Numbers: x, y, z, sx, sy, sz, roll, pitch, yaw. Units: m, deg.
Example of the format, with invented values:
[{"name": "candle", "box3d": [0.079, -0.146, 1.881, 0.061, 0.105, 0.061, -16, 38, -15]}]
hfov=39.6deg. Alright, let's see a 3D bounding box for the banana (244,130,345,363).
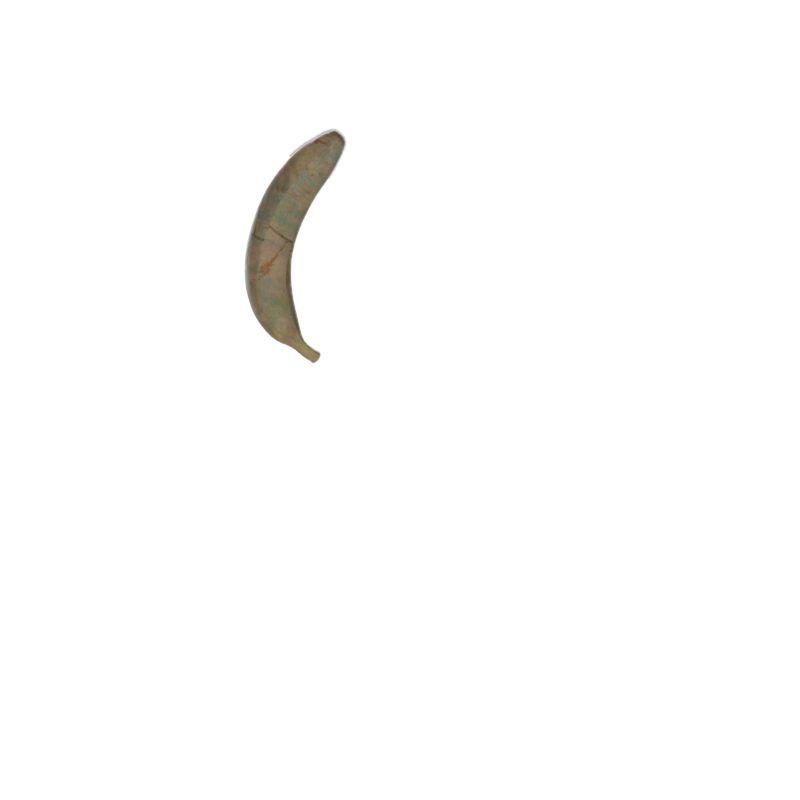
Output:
[{"name": "banana", "box3d": [-0.088, -0.125, 0.889, 0.069, 0.188, 0.039, 6, 25, -4]}]
